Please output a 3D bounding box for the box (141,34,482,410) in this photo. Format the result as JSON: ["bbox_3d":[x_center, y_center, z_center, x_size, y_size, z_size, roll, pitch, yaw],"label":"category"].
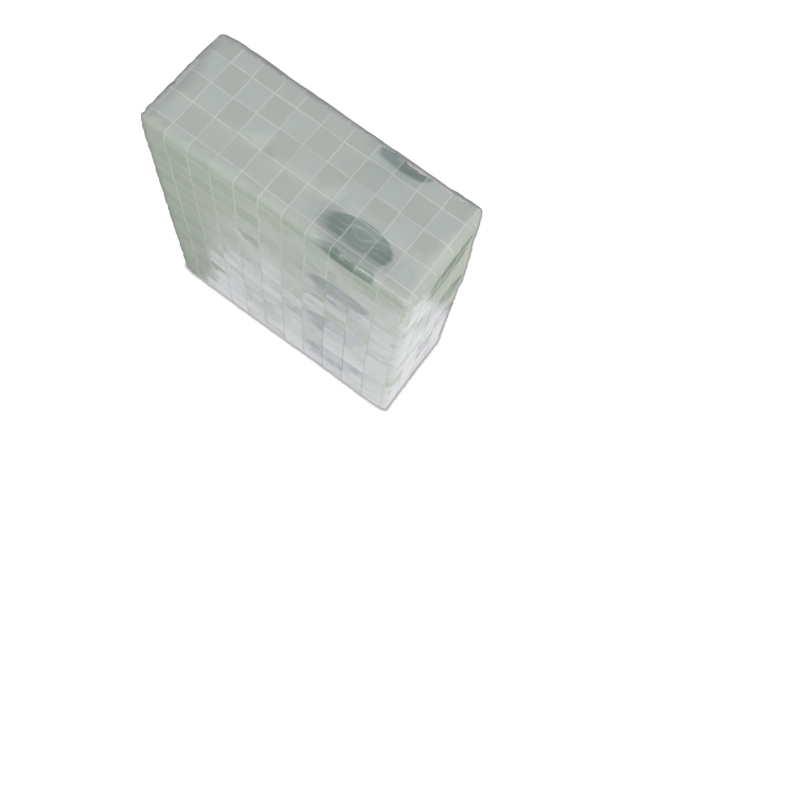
[{"bbox_3d":[-0.049,-0.089,0.623,0.169,0.073,0.205,37,-14,8],"label":"box"}]
